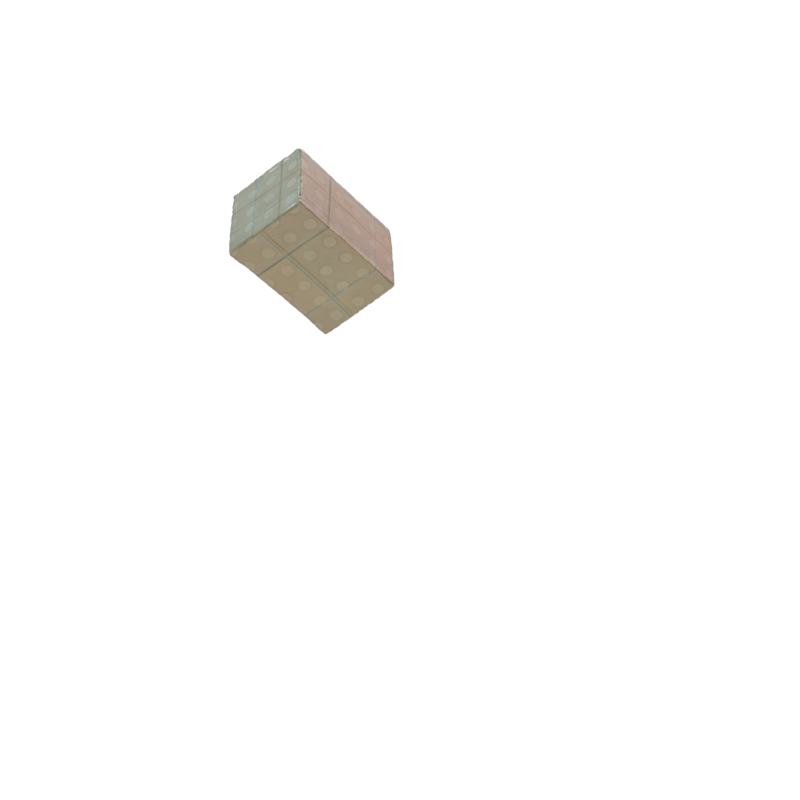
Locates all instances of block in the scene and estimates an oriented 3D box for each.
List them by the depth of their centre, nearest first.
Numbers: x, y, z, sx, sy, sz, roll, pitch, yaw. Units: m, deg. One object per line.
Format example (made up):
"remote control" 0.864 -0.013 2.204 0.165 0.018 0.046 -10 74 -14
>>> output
"block" -0.047 -0.086 0.601 0.052 0.055 0.073 -33 -56 24
